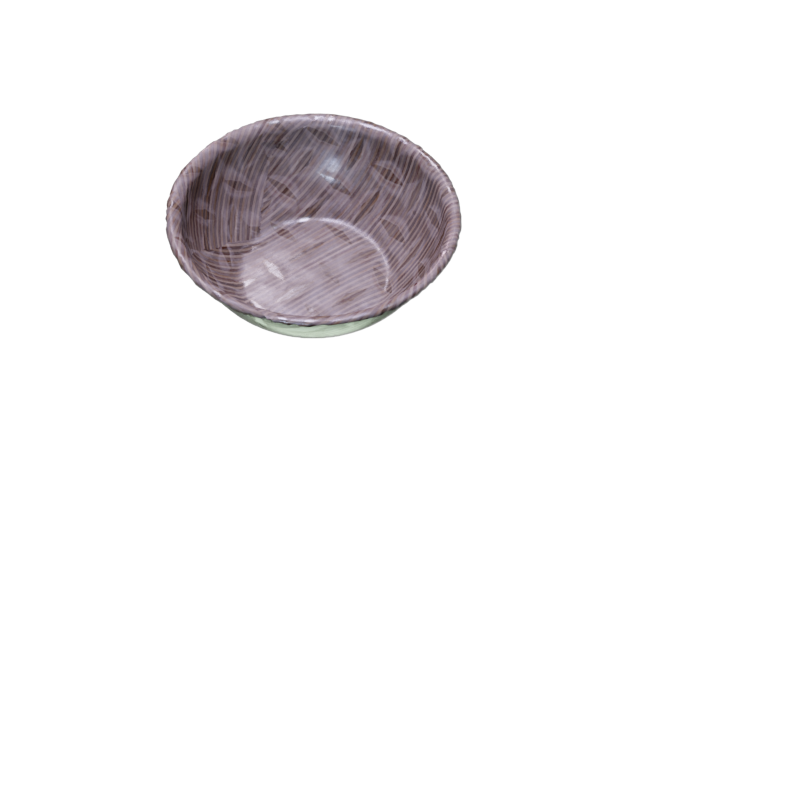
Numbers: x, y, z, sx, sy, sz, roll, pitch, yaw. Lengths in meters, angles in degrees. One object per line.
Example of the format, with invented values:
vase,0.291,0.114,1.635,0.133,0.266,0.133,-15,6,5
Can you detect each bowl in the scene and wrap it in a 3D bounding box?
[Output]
bowl,-0.049,-0.089,0.623,0.162,0.174,0.051,-1,-40,-1
